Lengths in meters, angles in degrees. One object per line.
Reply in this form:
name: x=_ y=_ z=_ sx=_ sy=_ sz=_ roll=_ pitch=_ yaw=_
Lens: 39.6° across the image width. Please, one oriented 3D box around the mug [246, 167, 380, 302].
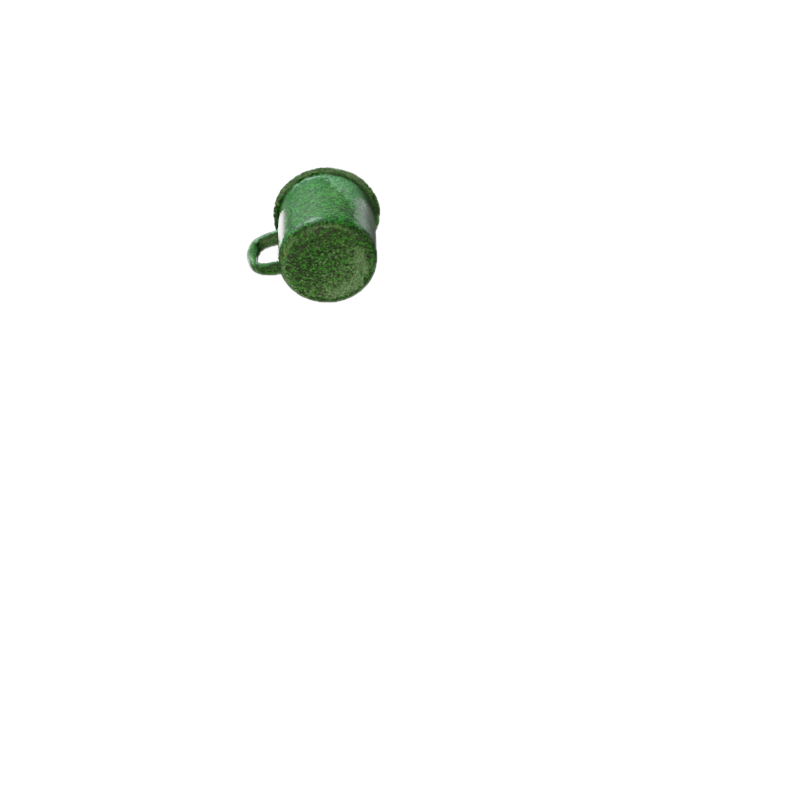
mug: x=-0.073 y=-0.133 z=0.931 sx=0.118 sy=0.087 sz=0.087 roll=-12 pitch=35 yaw=7
